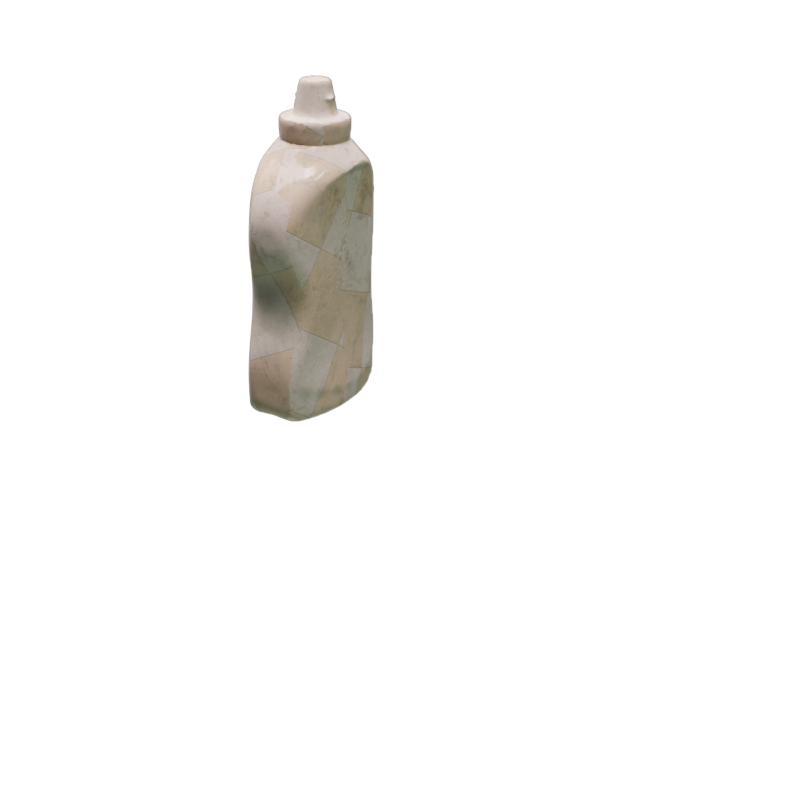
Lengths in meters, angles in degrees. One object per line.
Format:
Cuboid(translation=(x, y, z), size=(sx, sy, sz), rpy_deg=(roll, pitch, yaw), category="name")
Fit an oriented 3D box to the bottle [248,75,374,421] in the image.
Cuboid(translation=(-0.050, -0.092, 0.643), size=(0.061, 0.183, 0.096), rpy_deg=(13, 24, 28), category="bottle")
